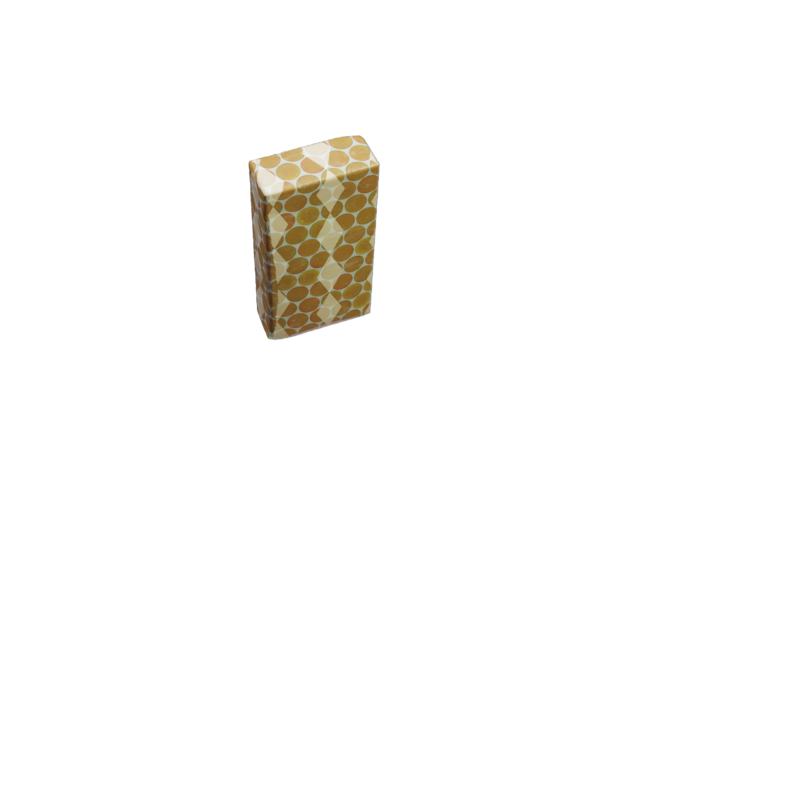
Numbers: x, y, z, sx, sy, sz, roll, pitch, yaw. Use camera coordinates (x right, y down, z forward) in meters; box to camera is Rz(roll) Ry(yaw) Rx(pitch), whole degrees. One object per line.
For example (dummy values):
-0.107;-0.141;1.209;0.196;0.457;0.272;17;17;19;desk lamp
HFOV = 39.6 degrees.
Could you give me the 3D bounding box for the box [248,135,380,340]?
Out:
-0.069;-0.125;0.877;0.092;0.052;0.164;-16;-37;-16;box
